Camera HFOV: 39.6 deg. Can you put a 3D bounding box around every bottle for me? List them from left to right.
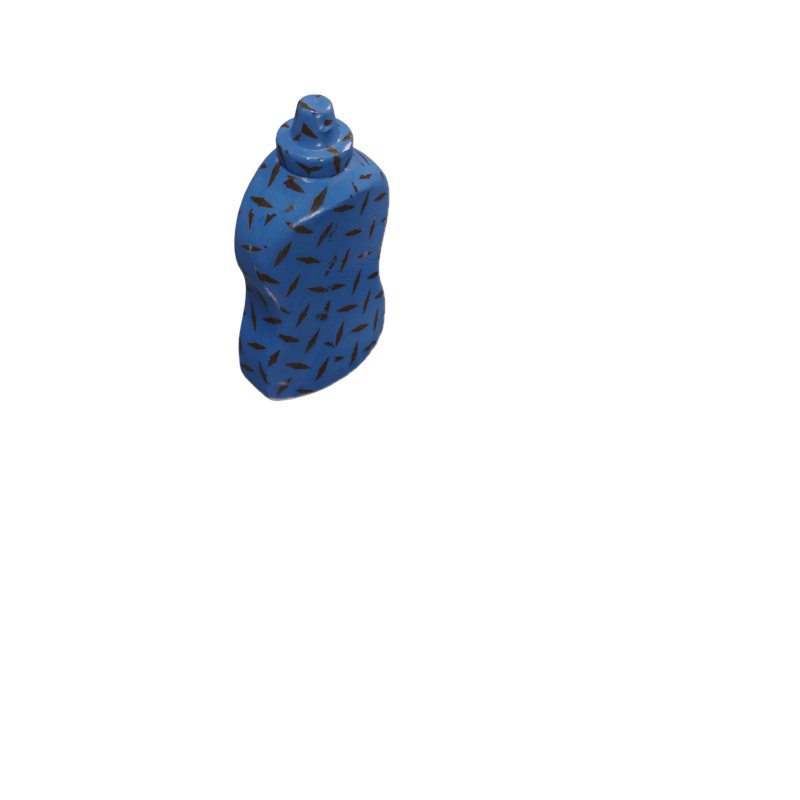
[{"bbox_3d":[-0.049,-0.090,0.629,0.096,0.179,0.063,-30,55,-28],"label":"bottle"}]
